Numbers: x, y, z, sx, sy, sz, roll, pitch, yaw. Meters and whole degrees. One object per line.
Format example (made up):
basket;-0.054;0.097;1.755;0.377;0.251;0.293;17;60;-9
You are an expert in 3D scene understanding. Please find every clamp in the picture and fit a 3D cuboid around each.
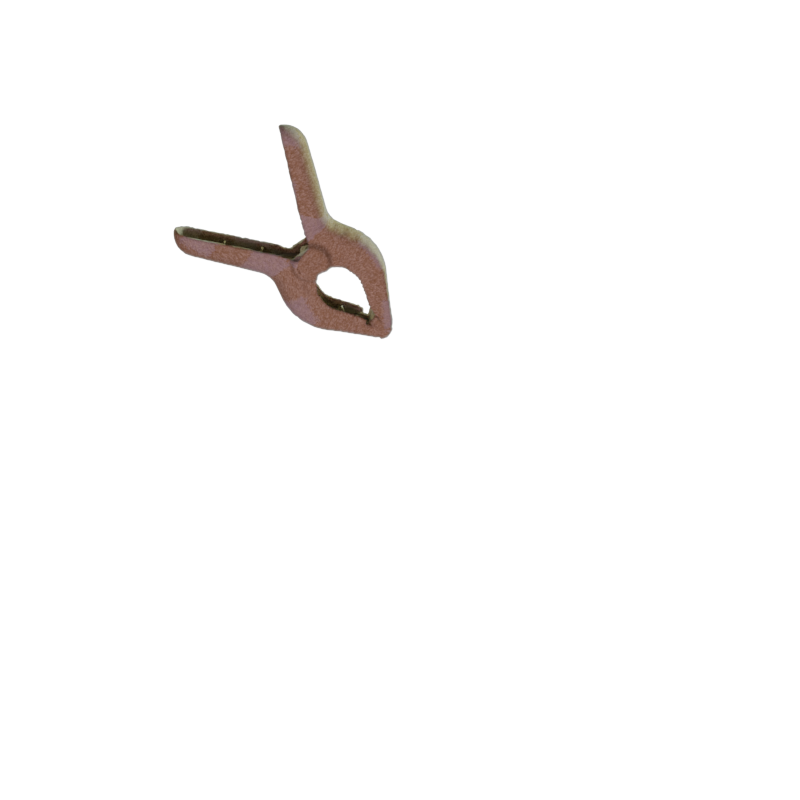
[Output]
clamp;-0.062;-0.114;0.796;0.165;0.118;0.042;33;24;-17
